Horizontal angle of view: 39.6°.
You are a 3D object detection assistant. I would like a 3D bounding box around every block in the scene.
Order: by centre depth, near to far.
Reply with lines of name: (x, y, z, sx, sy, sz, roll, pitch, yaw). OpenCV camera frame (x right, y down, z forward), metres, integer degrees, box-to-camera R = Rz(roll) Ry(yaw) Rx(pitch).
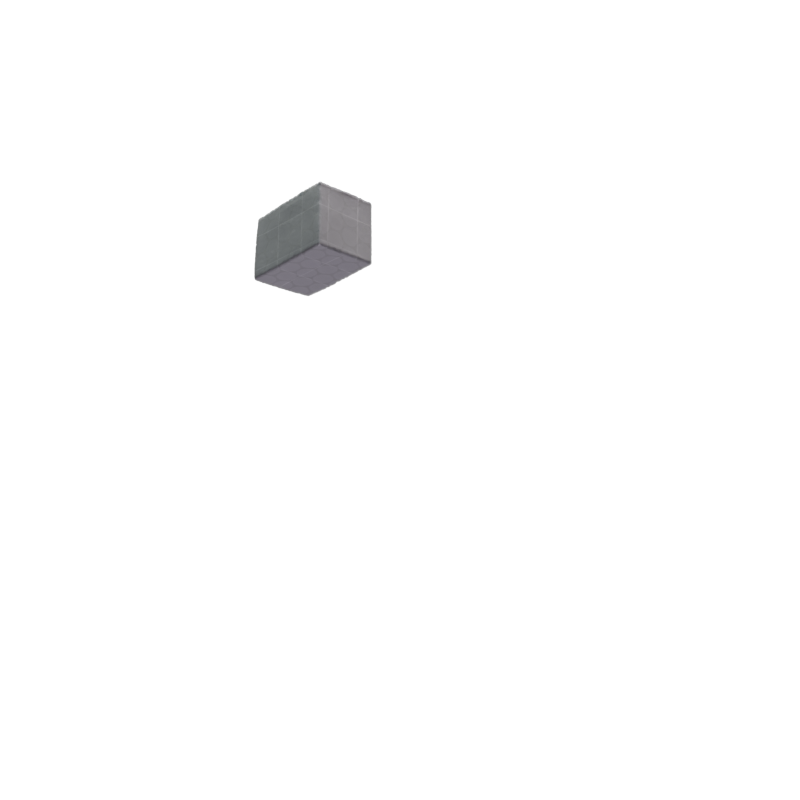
block: (-0.065, -0.118, 0.826, 0.050, 0.054, 0.078, 19, -29, -39)
